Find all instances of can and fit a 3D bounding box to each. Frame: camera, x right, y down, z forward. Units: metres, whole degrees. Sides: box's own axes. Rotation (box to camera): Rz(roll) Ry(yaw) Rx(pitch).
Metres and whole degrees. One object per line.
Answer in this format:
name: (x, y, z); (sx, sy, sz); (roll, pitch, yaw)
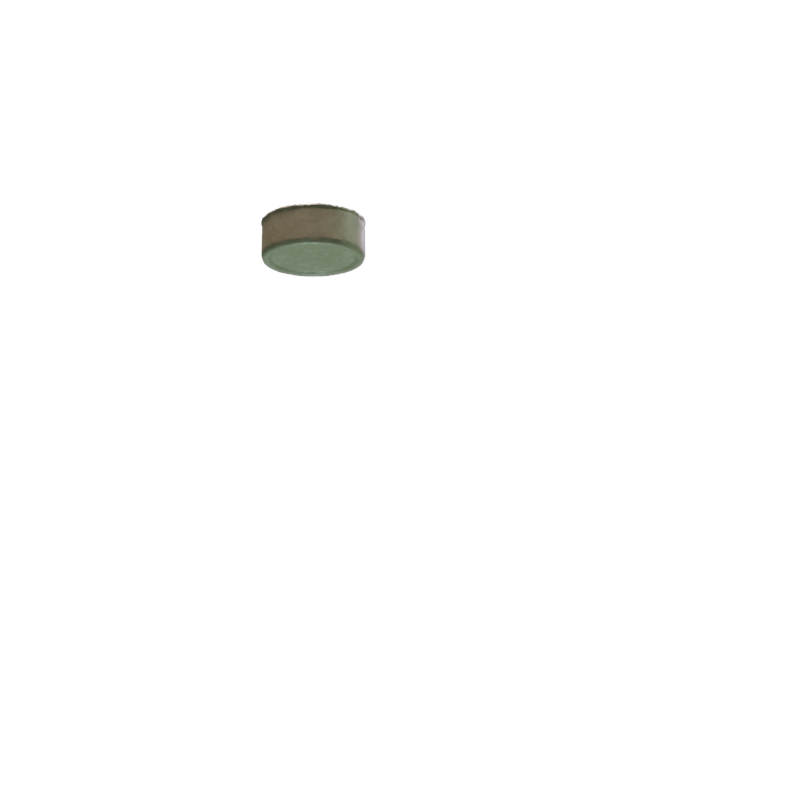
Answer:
can: (-0.071, -0.129, 0.904); (0.086, 0.035, 0.083); (0, -14, -2)
